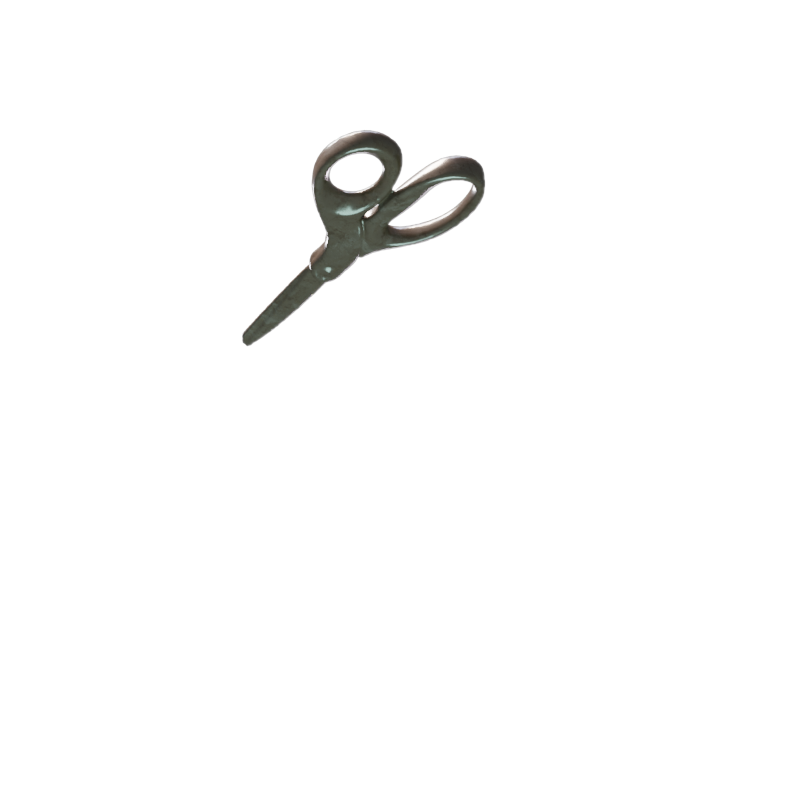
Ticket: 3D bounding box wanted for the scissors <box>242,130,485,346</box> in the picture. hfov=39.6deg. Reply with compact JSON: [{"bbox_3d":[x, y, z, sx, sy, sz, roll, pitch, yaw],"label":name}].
[{"bbox_3d":[-0.047,-0.086,0.603,0.202,0.017,0.090,-25,-40,33],"label":"scissors"}]
